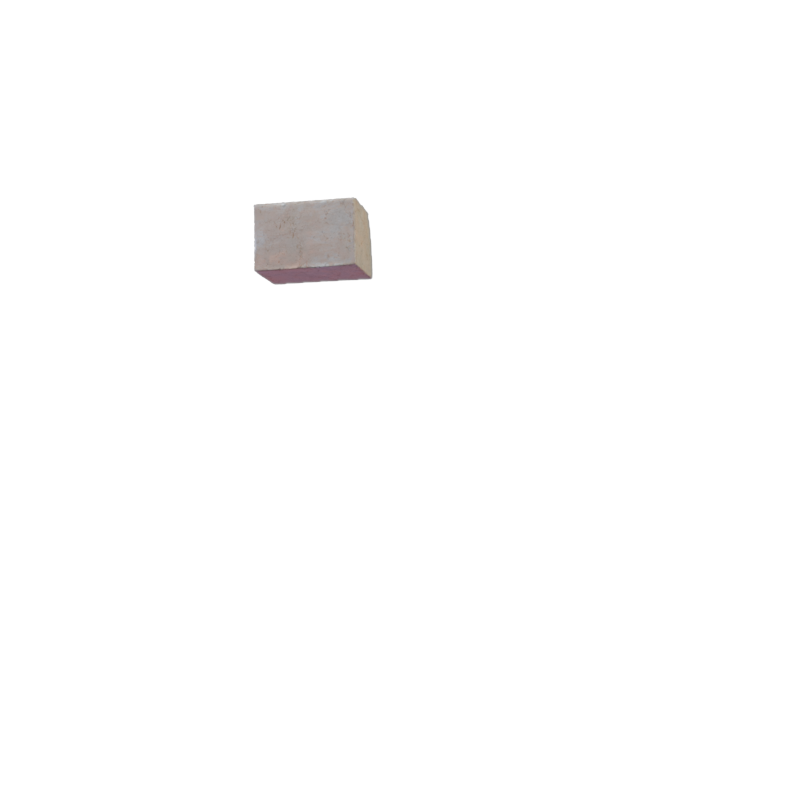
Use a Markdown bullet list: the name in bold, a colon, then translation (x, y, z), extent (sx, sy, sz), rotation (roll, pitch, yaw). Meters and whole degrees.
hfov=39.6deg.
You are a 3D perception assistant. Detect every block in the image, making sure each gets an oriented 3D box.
- **block**: translation (-0.064, -0.116, 0.811), extent (0.079, 0.053, 0.051), rotation (-2, -10, 13)
